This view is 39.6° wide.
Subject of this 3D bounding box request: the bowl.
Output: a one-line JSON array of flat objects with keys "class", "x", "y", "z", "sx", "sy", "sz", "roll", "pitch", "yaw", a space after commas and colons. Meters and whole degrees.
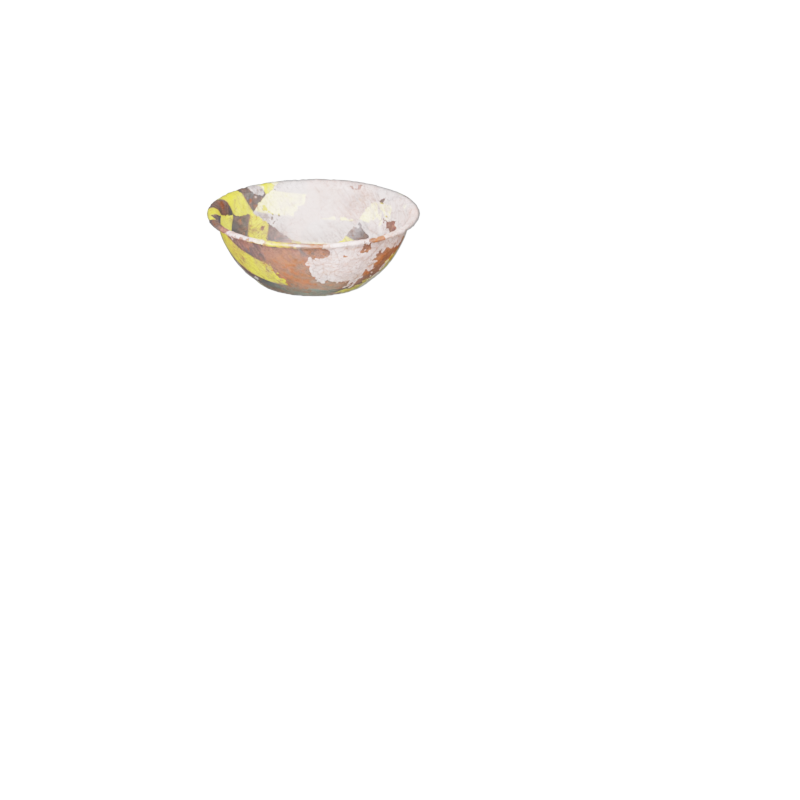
[{"class": "bowl", "x": -0.067, "y": -0.122, "z": 0.853, "sx": 0.162, "sy": 0.052, "sz": 0.171, "roll": -1, "pitch": 26, "yaw": -2}]
